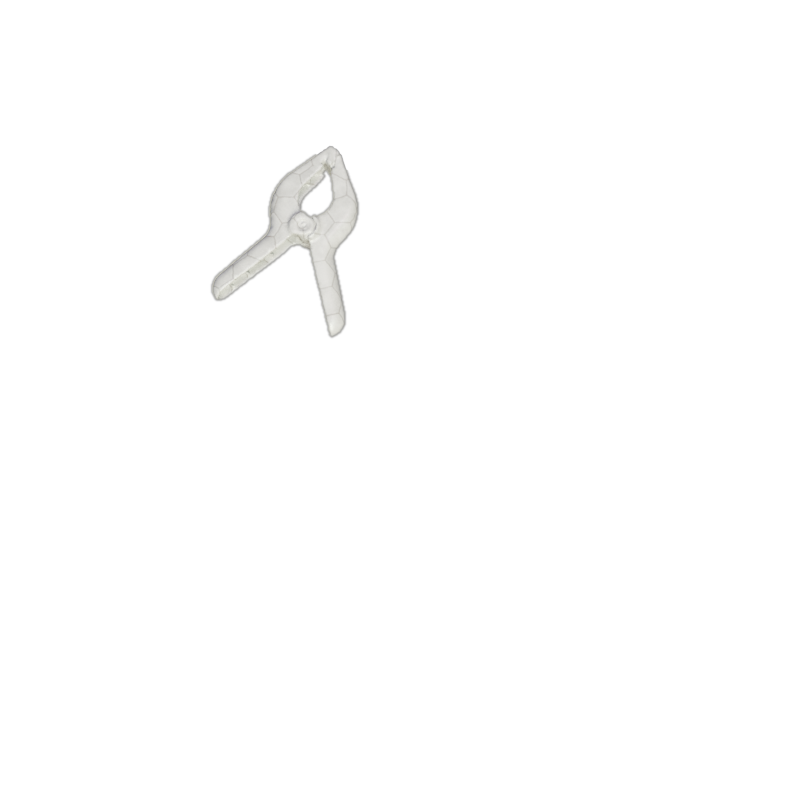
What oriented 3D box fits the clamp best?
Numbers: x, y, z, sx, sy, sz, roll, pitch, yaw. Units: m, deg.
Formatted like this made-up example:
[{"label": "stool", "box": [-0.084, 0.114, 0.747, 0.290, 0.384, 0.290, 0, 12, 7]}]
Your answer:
[{"label": "clamp", "box": [-0.077, -0.140, 0.982, 0.122, 0.175, 0.038, 26, -13, 6]}]
